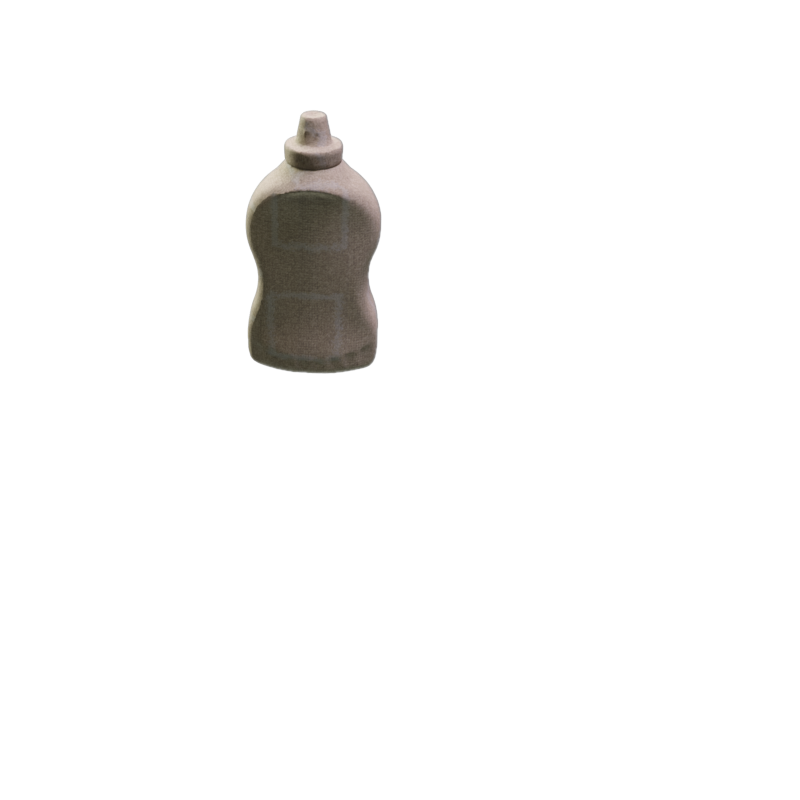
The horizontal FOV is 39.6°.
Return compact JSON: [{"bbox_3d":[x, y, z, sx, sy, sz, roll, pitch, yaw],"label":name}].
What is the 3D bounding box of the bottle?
[{"bbox_3d":[-0.062,-0.114,0.795,0.097,0.181,0.061,4,28,4],"label":"bottle"}]
